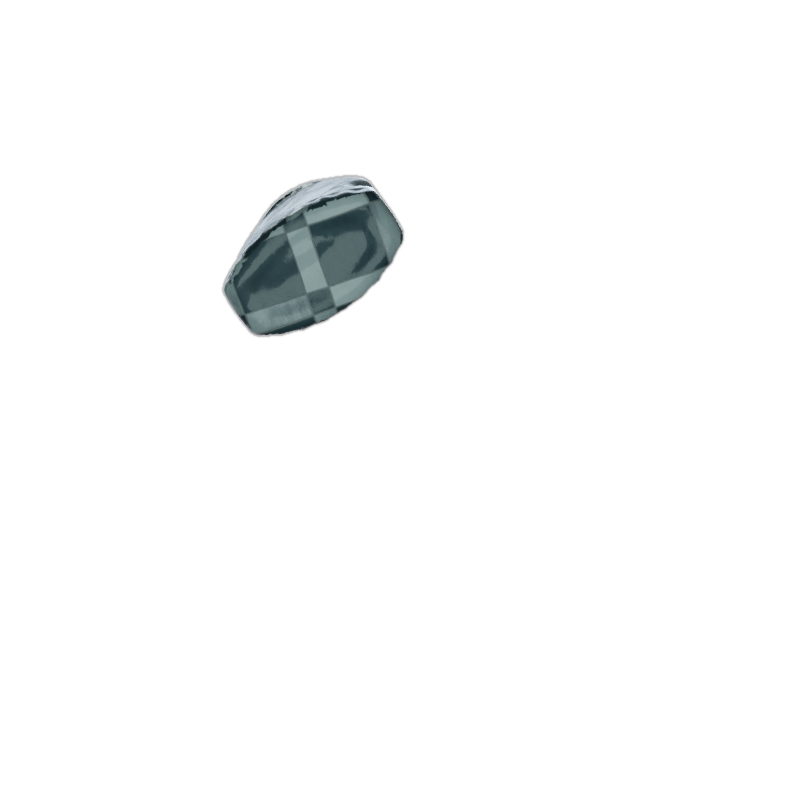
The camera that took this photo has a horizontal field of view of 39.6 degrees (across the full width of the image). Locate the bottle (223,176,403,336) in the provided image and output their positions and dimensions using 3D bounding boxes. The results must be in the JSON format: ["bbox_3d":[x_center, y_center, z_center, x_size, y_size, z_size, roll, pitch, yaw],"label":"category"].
[{"bbox_3d":[-0.051,-0.094,0.654,0.096,0.057,0.197,-35,14,5],"label":"bottle"}]
